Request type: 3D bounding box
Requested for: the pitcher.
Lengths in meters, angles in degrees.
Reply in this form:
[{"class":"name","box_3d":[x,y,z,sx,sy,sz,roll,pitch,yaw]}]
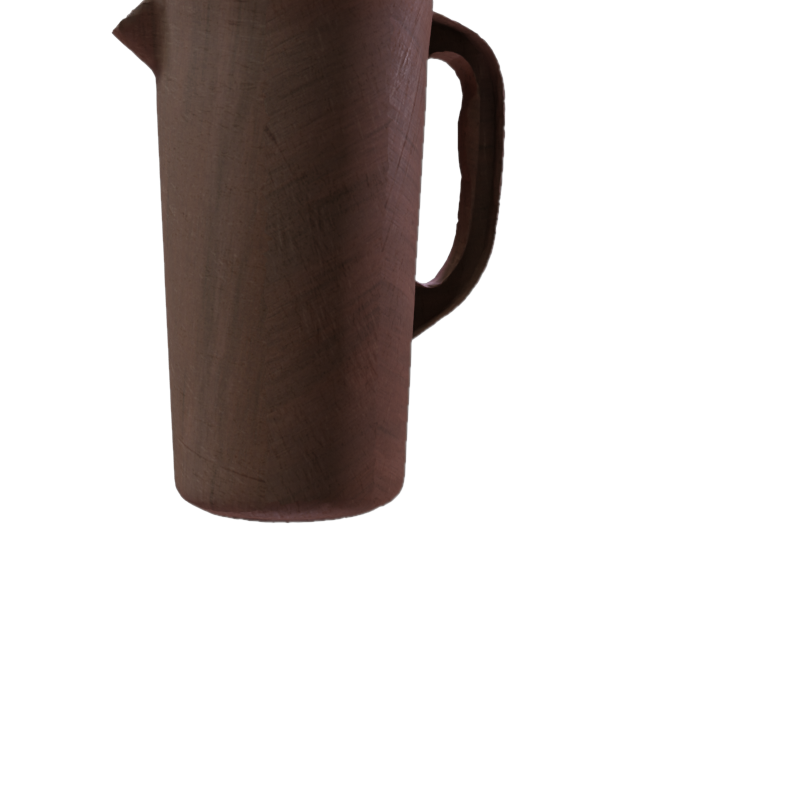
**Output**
[{"class":"pitcher","box_3d":[-0.041,-0.075,0.523,0.154,0.243,0.141,1,2,26]}]
